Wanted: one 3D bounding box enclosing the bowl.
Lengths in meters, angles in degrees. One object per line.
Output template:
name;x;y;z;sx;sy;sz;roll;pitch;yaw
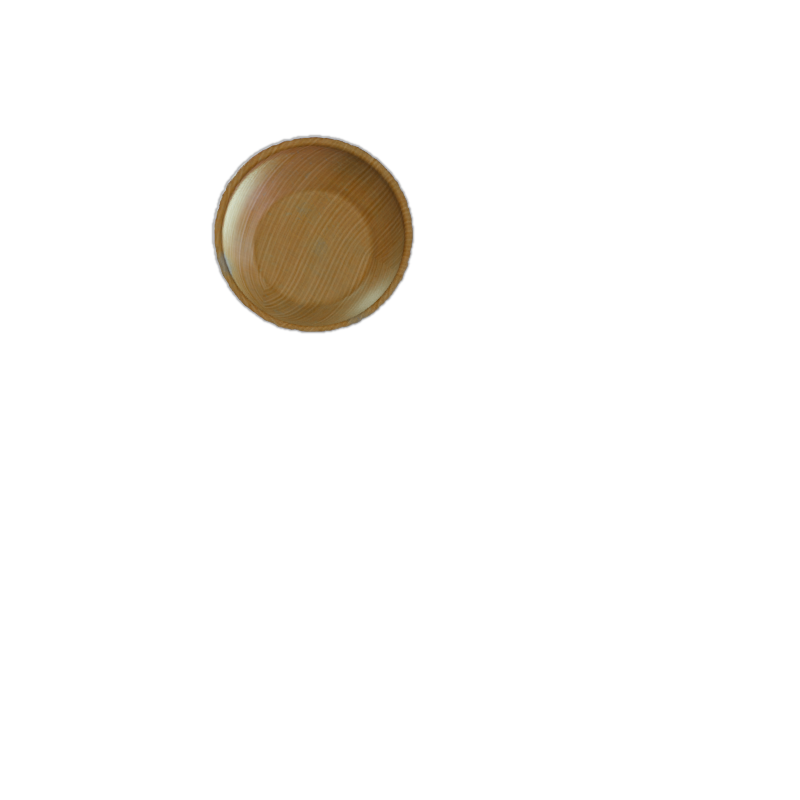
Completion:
bowl;-0.068;-0.124;0.871;0.162;0.158;0.057;0;11;-1
